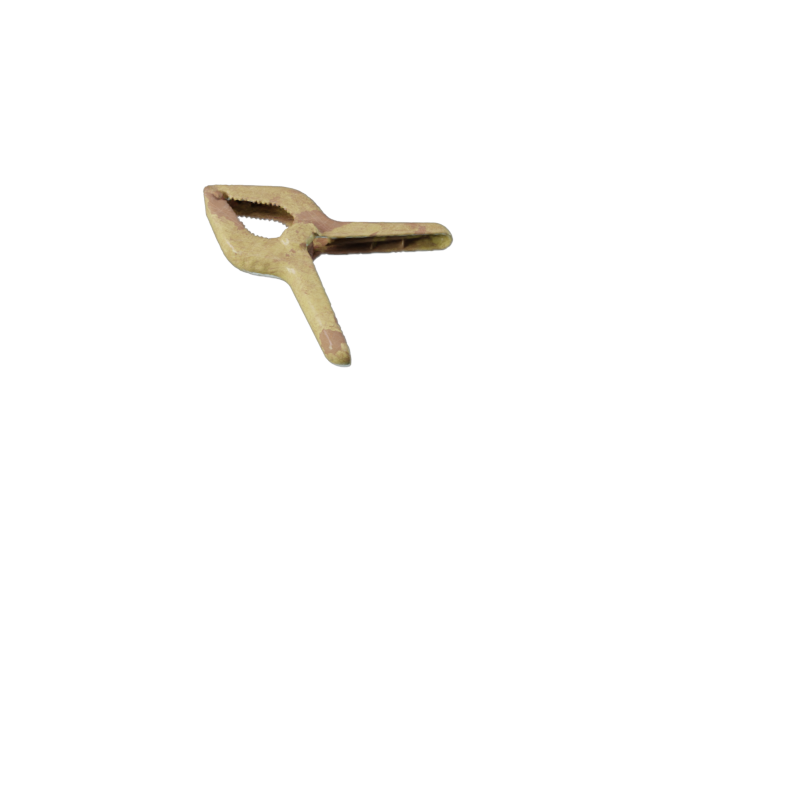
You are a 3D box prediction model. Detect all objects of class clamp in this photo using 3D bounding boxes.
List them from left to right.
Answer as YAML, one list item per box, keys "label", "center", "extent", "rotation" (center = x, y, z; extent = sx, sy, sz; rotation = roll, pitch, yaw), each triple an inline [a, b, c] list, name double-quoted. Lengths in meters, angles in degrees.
- label: "clamp"
  center: [-0.073, -0.132, 0.927]
  extent: [0.222, 0.034, 0.167]
  rotation: [34, 58, 25]
